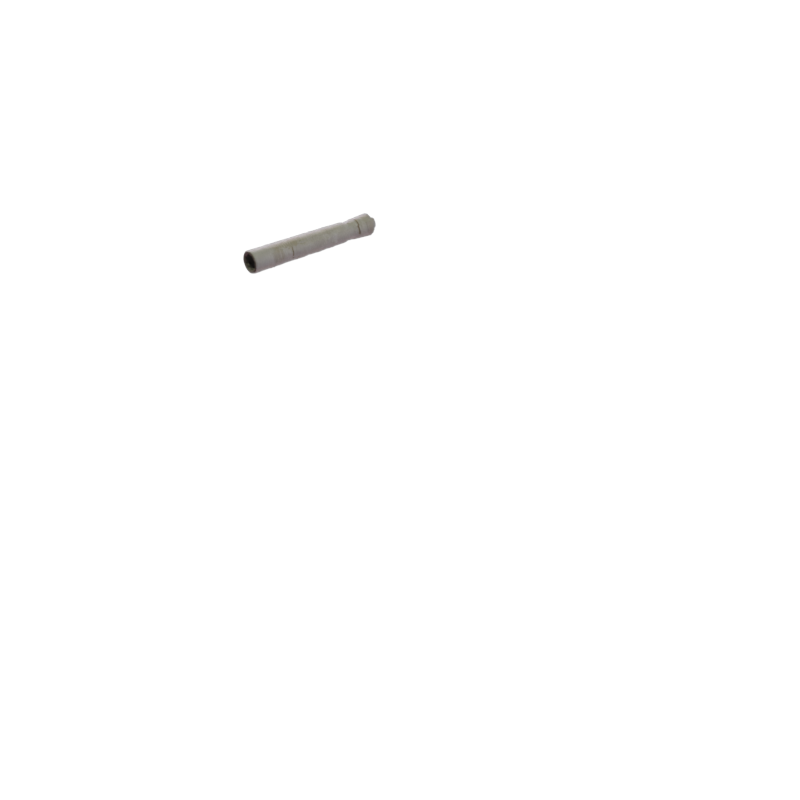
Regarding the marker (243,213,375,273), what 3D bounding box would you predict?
[{"bbox_3d":[-0.069,-0.125,0.878,0.120,0.019,0.021,-23,17,-32],"label":"marker"}]
